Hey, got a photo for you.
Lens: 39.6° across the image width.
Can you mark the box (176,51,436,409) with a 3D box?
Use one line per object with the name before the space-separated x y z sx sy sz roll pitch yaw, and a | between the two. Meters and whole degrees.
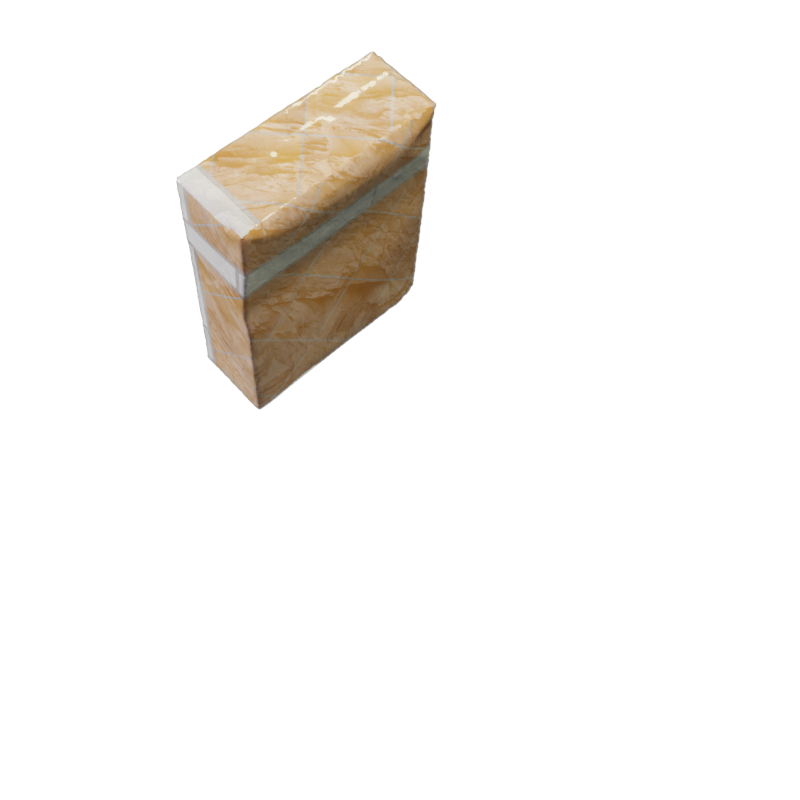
box | -0.060 -0.109 0.763 0.166 0.076 0.201 -39 -20 -23
